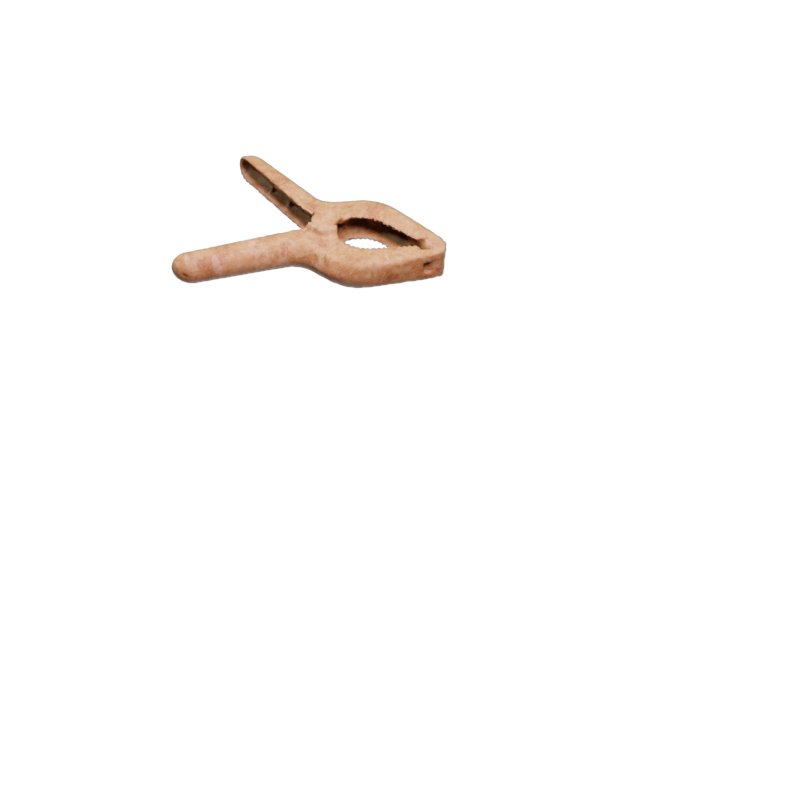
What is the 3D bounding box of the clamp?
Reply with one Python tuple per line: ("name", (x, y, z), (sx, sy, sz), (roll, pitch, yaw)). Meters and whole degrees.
("clamp", (-0.070, -0.128, 0.897), (0.217, 0.034, 0.171), (17, 46, 17))
